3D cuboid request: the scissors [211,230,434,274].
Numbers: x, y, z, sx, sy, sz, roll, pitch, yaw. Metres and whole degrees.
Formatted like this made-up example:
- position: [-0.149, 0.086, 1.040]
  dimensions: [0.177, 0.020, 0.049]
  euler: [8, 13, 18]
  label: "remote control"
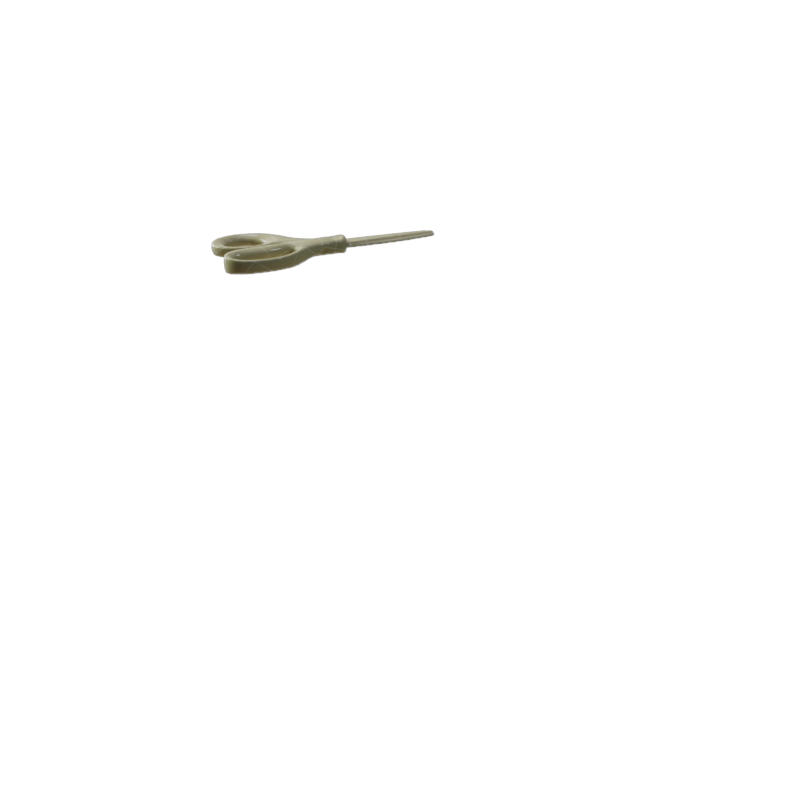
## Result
- position: [-0.075, -0.136, 0.952]
  dimensions: [0.198, 0.015, 0.102]
  euler: [-19, 28, -39]
  label: "scissors"
